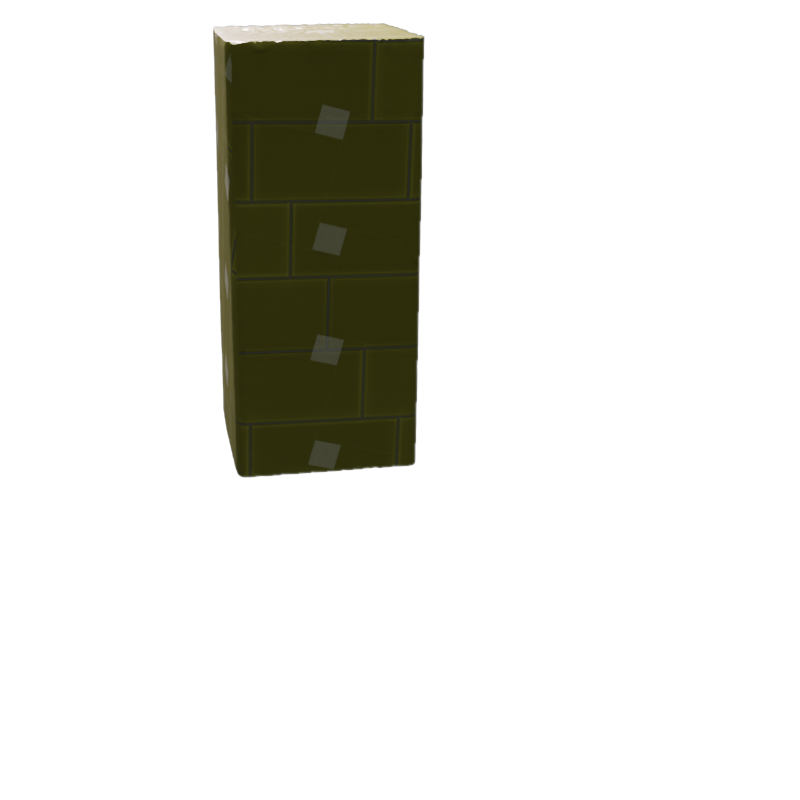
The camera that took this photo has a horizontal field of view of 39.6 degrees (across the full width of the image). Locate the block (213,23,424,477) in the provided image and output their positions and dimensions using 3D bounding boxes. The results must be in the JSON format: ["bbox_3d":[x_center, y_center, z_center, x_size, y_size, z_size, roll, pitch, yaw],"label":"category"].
[{"bbox_3d":[-0.043,-0.078,0.547,0.090,0.198,0.095,-2,17,-11],"label":"block"}]
